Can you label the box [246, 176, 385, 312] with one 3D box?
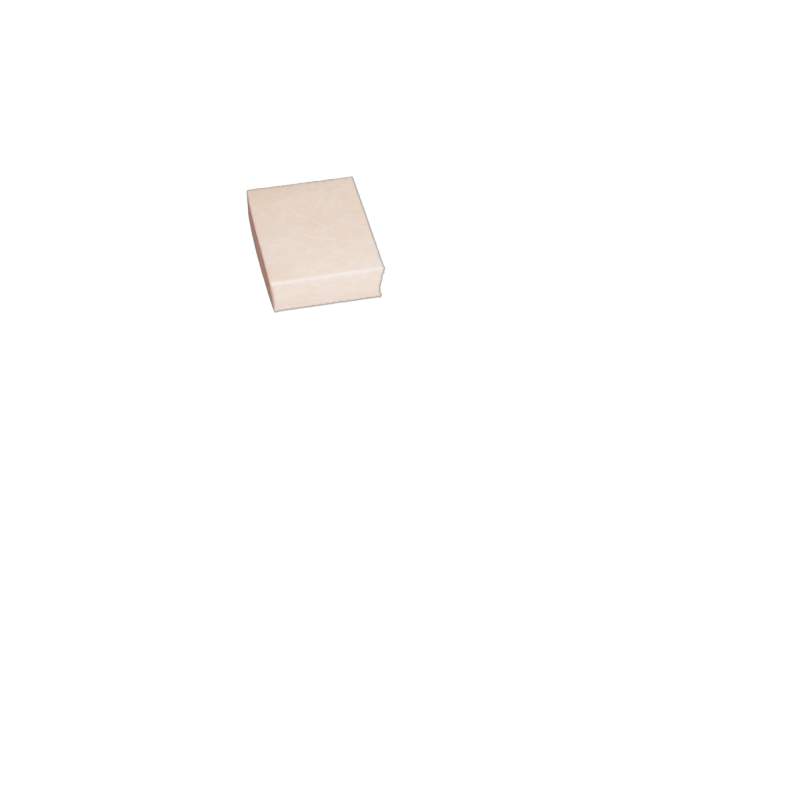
[{"bbox_3d":[-0.069,-0.126,0.880,0.089,0.123,0.036,-10,-39,-9],"label":"box"}]
